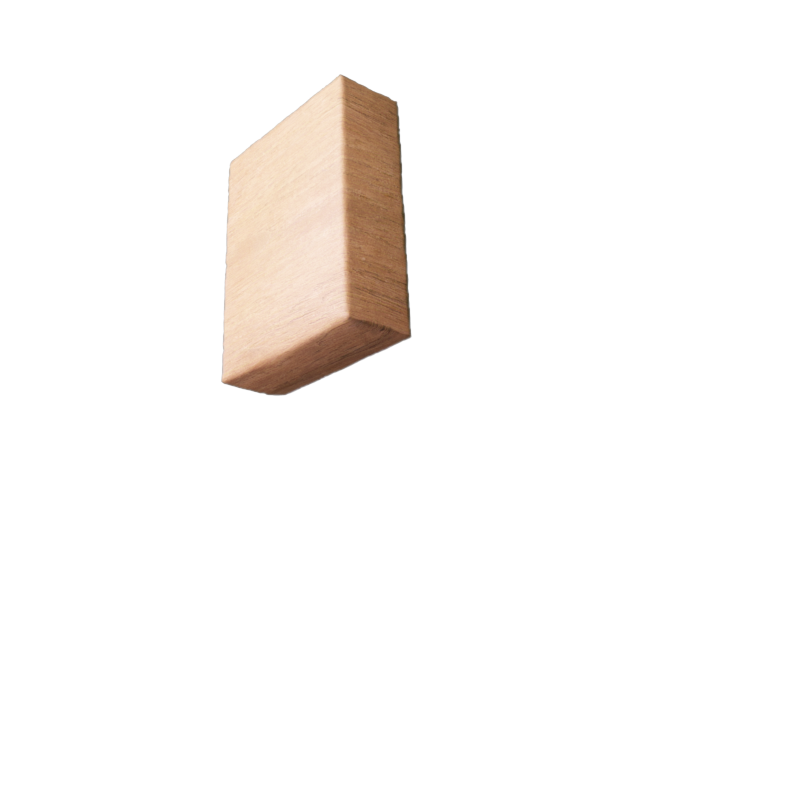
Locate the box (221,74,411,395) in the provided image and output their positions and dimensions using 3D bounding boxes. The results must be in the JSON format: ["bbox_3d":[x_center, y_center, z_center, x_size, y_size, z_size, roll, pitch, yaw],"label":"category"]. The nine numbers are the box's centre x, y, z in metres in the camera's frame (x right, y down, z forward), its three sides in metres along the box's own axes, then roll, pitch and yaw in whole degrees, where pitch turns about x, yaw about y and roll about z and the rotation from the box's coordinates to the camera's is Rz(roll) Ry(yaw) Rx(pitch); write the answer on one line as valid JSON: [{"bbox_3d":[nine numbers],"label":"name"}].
[{"bbox_3d":[-0.070,-0.128,0.898,0.068,0.227,0.164,20,-32,-36],"label":"box"}]
